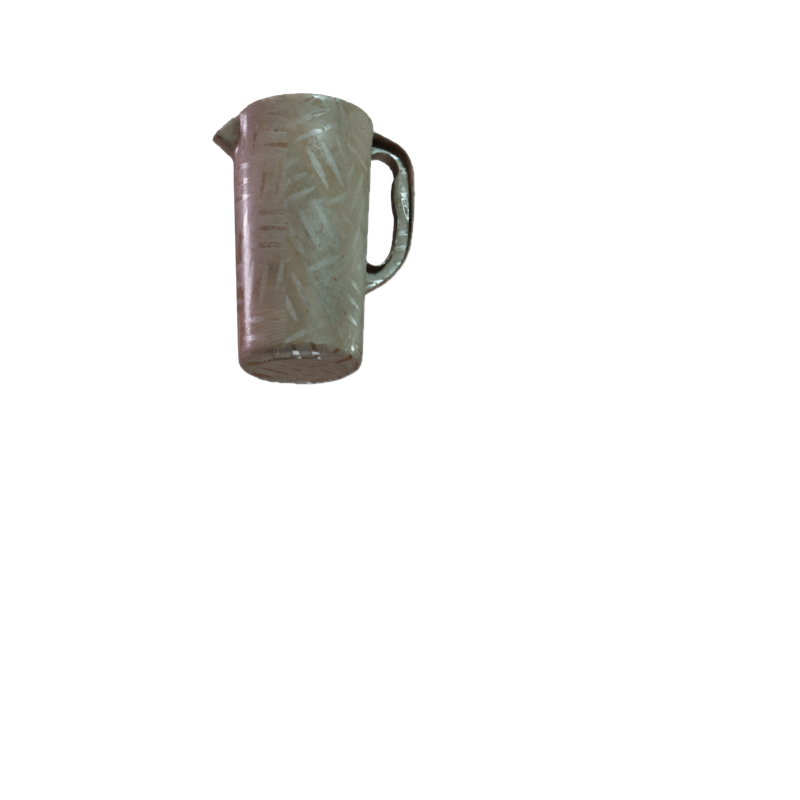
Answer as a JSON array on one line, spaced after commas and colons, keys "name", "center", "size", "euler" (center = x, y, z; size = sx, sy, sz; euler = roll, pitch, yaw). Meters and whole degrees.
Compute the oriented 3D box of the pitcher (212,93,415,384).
[{"name": "pitcher", "center": [-0.078, -0.143, 0.999], "size": [0.152, 0.254, 0.136], "euler": [-11, -21, 28]}]
